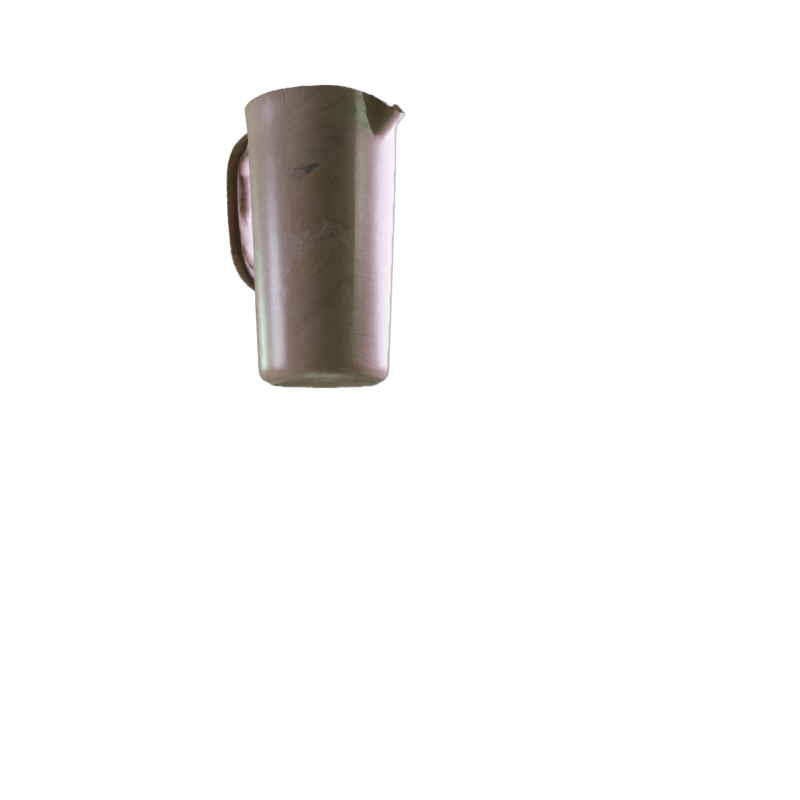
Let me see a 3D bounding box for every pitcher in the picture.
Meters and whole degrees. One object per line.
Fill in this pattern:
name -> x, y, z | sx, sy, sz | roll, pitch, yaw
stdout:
pitcher -> -0.074, -0.134, 0.941 | 0.143, 0.249, 0.147 | 1, -9, -9
